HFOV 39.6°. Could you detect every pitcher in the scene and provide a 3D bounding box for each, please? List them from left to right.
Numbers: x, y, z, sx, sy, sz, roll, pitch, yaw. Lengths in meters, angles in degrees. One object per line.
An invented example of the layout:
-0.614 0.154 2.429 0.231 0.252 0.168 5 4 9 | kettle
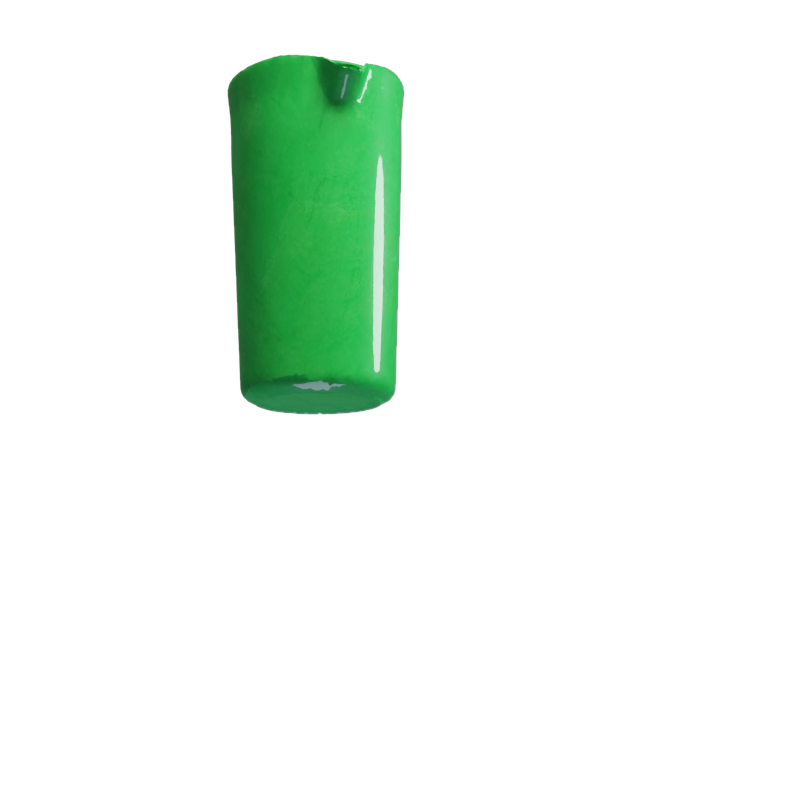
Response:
-0.063 -0.116 0.811 0.148 0.253 0.140 -8 -17 23 | pitcher
